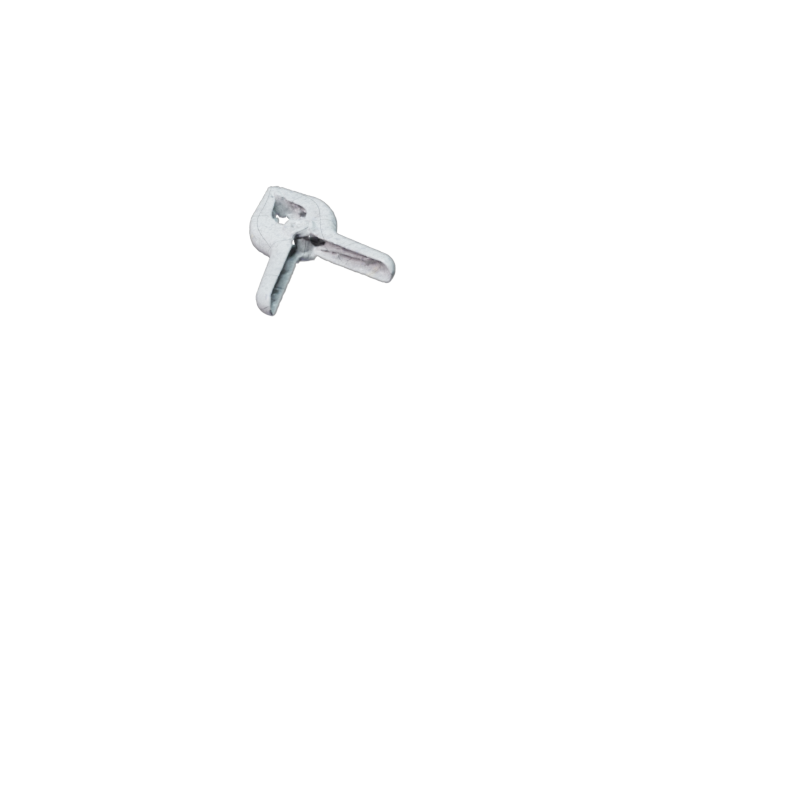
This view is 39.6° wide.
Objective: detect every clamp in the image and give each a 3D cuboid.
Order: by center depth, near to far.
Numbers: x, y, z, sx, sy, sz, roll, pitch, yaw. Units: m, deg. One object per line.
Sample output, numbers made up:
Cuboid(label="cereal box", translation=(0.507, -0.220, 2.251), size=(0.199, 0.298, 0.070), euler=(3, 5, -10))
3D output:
Cuboid(label="clamp", translation=(-0.076, -0.139, 0.976), size=(0.119, 0.037, 0.185), euler=(-8, 41, -9))
